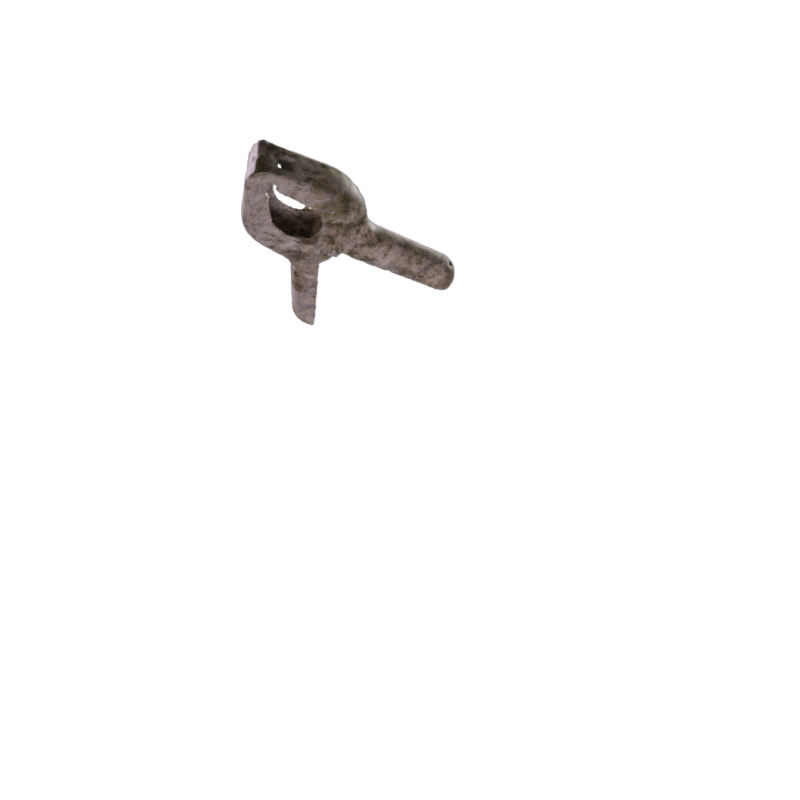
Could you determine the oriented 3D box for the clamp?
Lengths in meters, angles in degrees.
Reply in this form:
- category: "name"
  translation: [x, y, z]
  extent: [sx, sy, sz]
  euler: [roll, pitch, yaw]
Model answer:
- category: "clamp"
  translation: [-0.057, -0.103, 0.724]
  extent: [0.120, 0.042, 0.159]
  euler: [-25, -45, 28]
